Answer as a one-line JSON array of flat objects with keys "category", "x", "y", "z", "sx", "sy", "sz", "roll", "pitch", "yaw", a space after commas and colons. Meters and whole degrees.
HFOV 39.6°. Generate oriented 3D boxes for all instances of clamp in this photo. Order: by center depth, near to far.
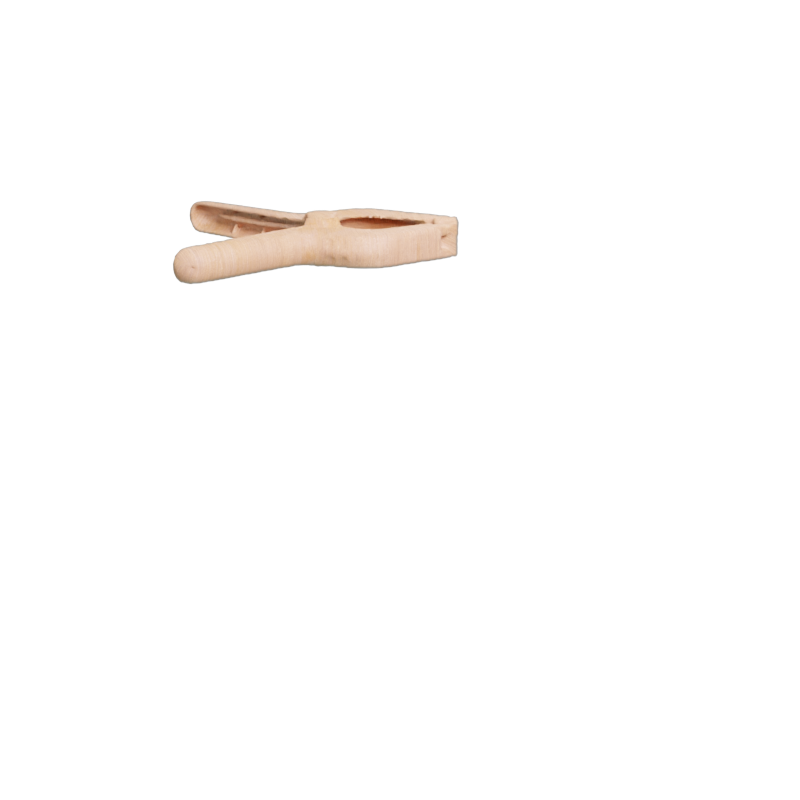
[{"category": "clamp", "x": -0.063, "y": -0.115, "z": 0.804, "sx": 0.211, "sy": 0.035, "sz": 0.171, "roll": 1, "pitch": 23, "yaw": 3}]
